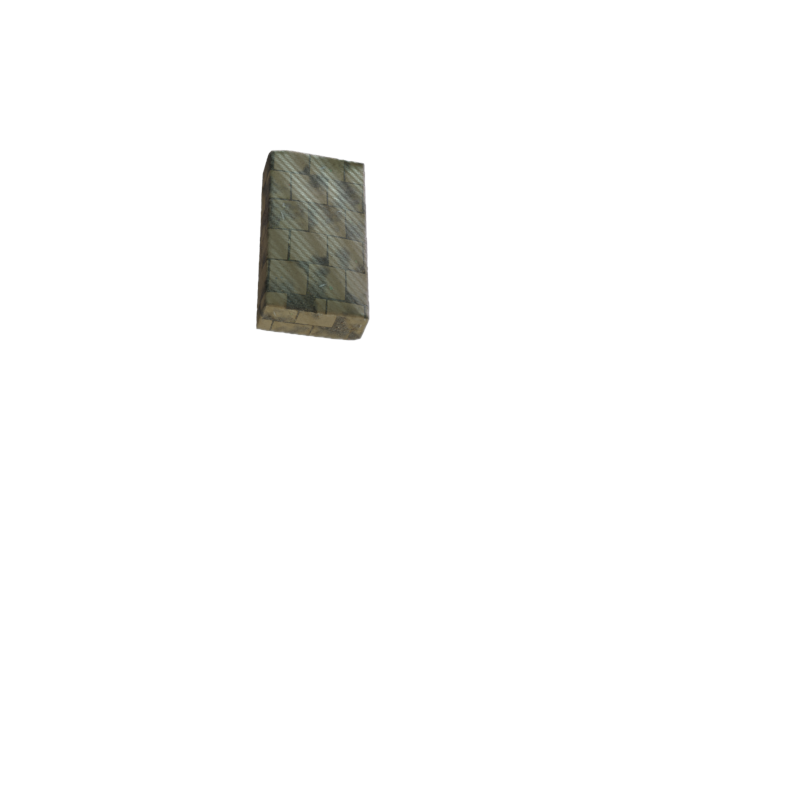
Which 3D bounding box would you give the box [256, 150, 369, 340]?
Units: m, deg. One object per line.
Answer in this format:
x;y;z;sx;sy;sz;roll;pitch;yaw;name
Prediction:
-0.077;-0.141;0.985;0.091;0.188;0.046;6;-33;-13;box
